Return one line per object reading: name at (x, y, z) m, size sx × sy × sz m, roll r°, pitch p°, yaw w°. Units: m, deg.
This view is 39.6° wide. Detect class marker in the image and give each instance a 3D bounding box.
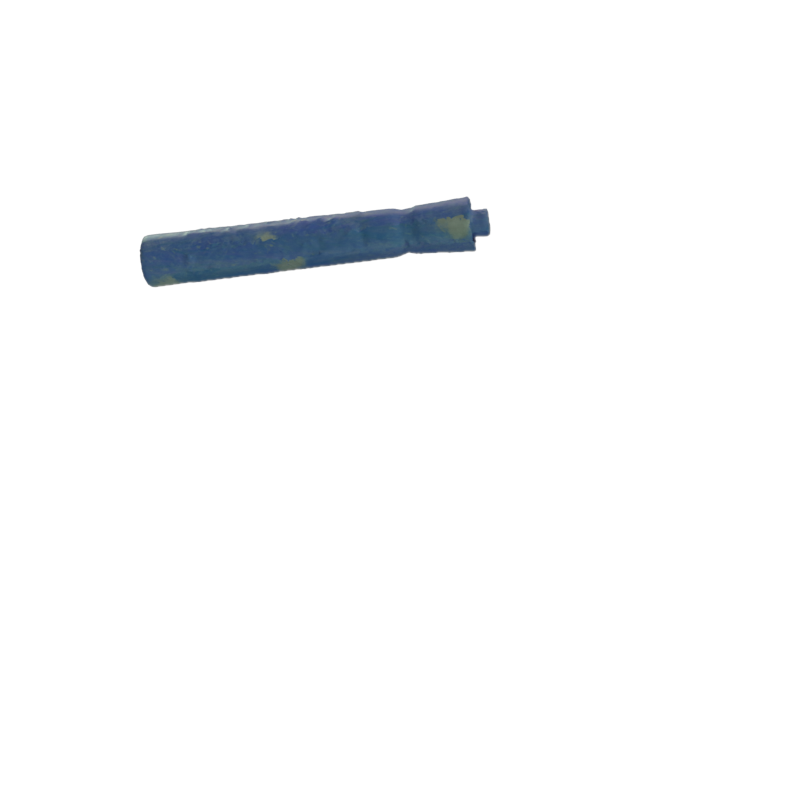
marker at (-0.030, -0.055, 0.384) m, size 0.122 × 0.020 × 0.020 m, roll -5°, pitch 3°, yaw 11°
